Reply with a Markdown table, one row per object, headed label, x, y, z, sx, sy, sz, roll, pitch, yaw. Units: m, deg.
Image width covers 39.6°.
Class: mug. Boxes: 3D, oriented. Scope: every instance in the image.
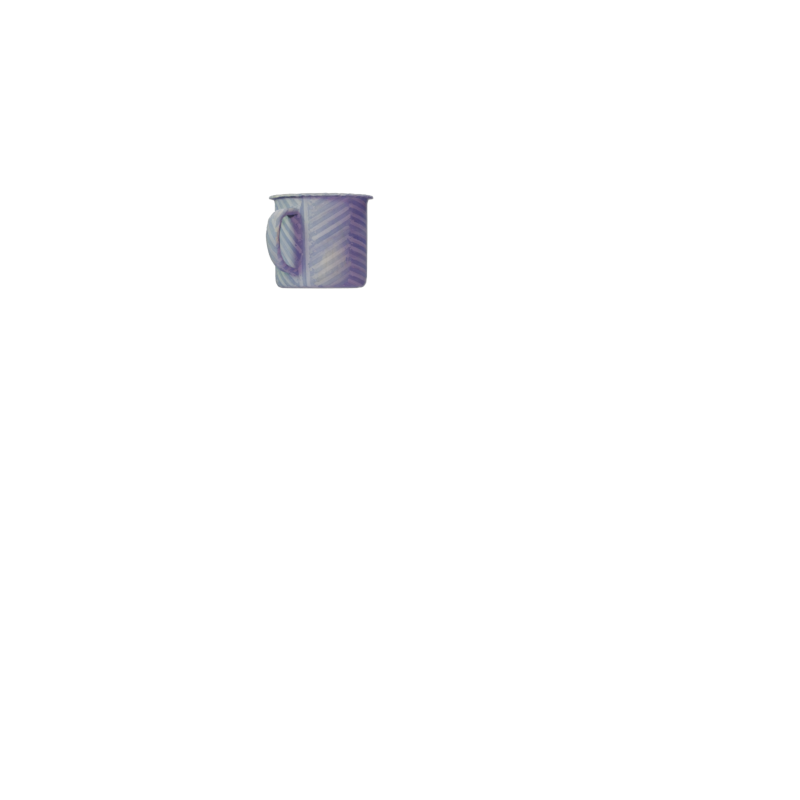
| label | x | y | z | sx | sy | sz | roll | pitch | yaw |
| --- | --- | --- | --- | --- | --- | --- | --- | --- | --- |
| mug | -0.076 | -0.139 | 0.974 | 0.097 | 0.081 | 0.113 | 2 | 5 | 32 |
